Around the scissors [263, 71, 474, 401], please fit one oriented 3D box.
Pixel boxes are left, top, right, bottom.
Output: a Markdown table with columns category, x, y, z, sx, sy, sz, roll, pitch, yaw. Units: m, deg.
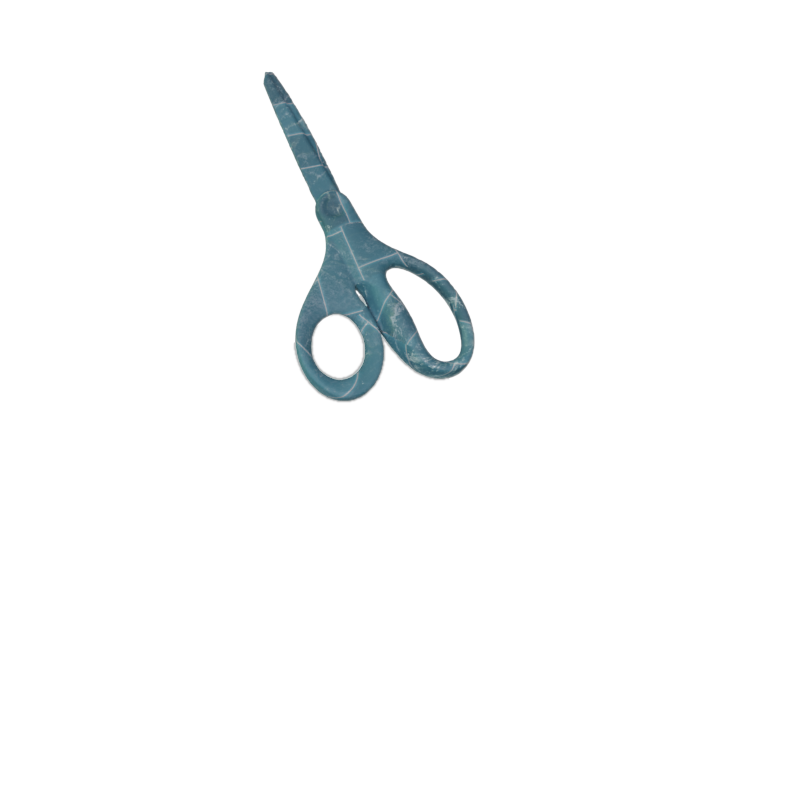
| category | x | y | z | sx | sy | sz | roll | pitch | yaw |
| --- | --- | --- | --- | --- | --- | --- | --- | --- | --- |
| scissors | -0.045 | -0.082 | 0.575 | 0.097 | 0.213 | 0.015 | -35 | -21 | -16 |
